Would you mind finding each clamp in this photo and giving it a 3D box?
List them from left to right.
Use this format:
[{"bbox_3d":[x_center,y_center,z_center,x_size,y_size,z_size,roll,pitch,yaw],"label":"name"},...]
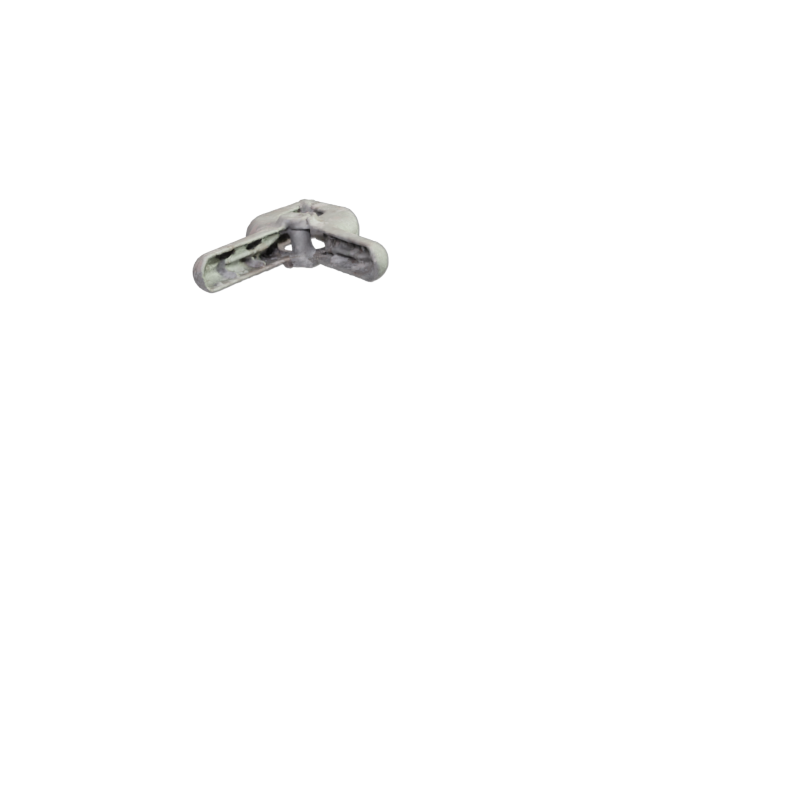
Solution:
[{"bbox_3d":[-0.058,-0.106,0.745,0.122,0.037,0.177,4,24,9],"label":"clamp"}]
